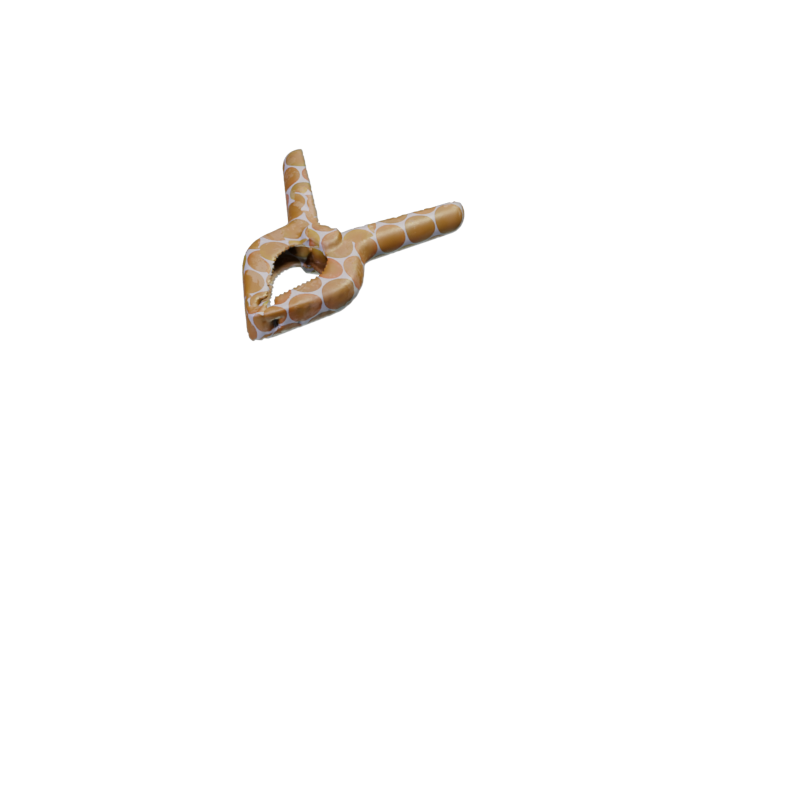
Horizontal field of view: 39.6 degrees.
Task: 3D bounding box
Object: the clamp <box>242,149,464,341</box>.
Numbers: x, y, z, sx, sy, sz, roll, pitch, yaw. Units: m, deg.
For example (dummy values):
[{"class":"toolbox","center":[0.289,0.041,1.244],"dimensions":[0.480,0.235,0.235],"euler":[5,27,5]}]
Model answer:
[{"class":"clamp","center":[-0.069,-0.125,0.876],"dimensions":[0.173,0.034,0.214],"euler":[25,49,23]}]
